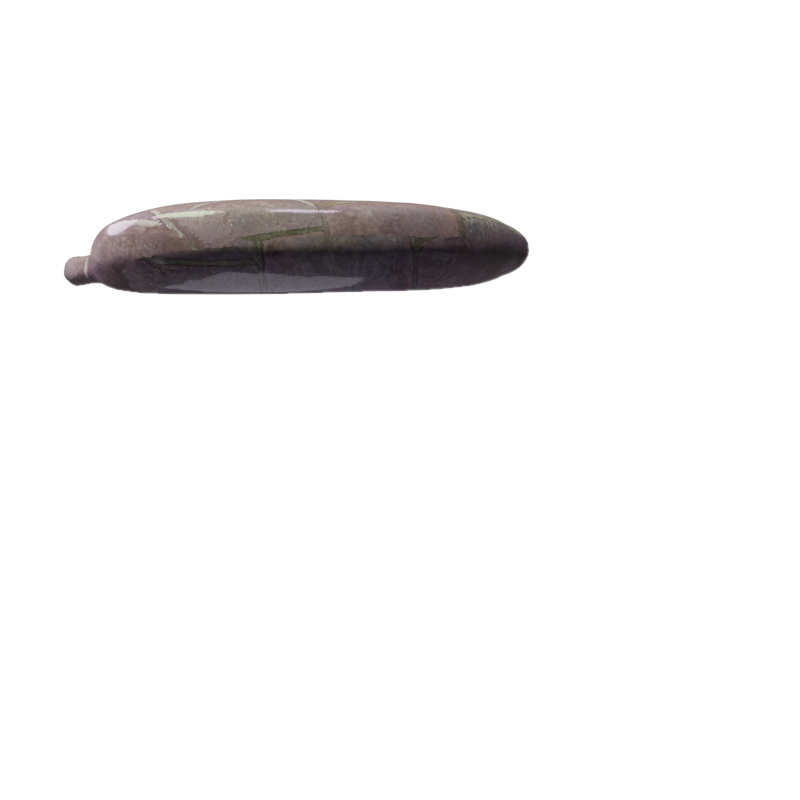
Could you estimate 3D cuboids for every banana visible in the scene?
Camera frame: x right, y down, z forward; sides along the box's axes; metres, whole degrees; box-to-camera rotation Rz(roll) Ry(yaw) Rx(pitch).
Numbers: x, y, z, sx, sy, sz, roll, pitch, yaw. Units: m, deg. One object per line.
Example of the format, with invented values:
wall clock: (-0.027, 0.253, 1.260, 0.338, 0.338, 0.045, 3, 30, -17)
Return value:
banana: (-0.036, -0.062, 0.443, 0.196, 0.036, 0.071, -2, 10, -8)
